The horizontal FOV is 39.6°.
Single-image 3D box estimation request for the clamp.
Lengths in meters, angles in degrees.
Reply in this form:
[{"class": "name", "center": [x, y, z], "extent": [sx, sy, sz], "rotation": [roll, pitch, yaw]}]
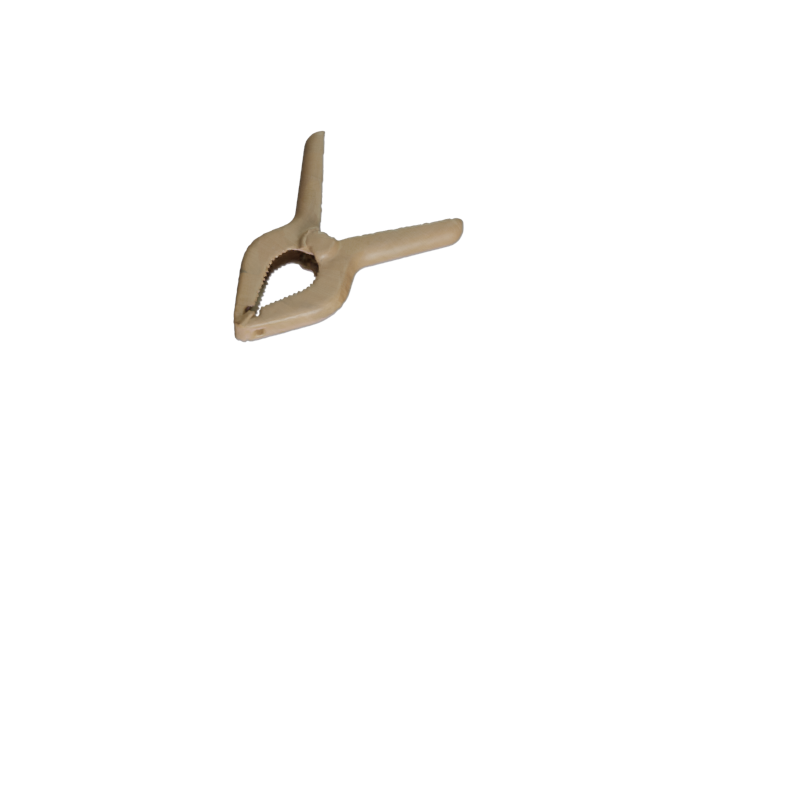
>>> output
[{"class": "clamp", "center": [-0.073, -0.133, 0.932], "extent": [0.174, 0.212, 0.034], "rotation": [40, -24, 22]}]
